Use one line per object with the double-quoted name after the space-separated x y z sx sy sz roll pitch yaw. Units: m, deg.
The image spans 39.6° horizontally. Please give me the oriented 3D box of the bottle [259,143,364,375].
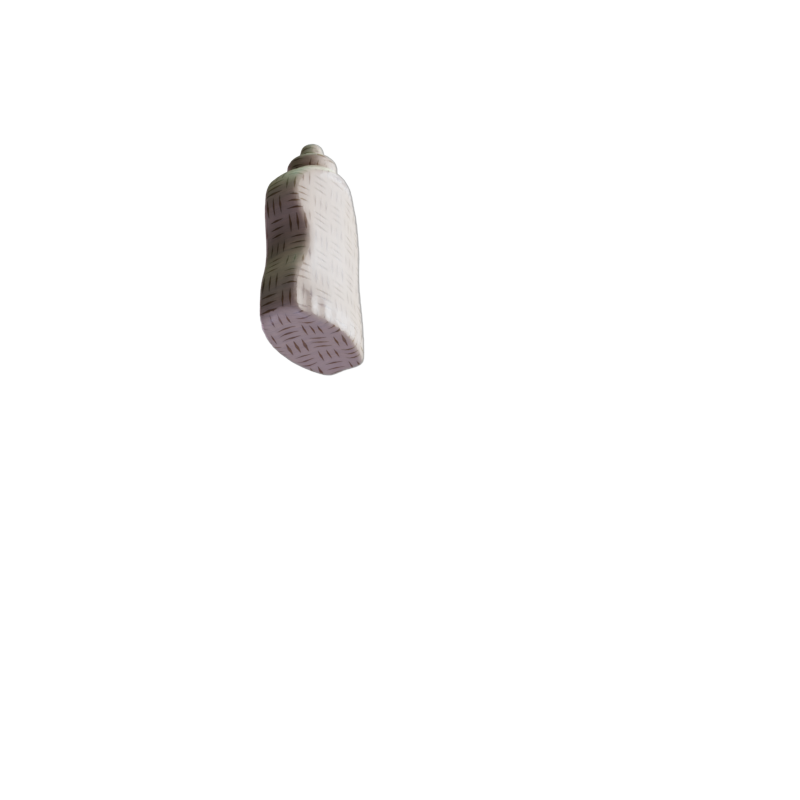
-0.067 -0.122 0.855 0.059 0.205 0.089 -23 -39 26 "bottle"
